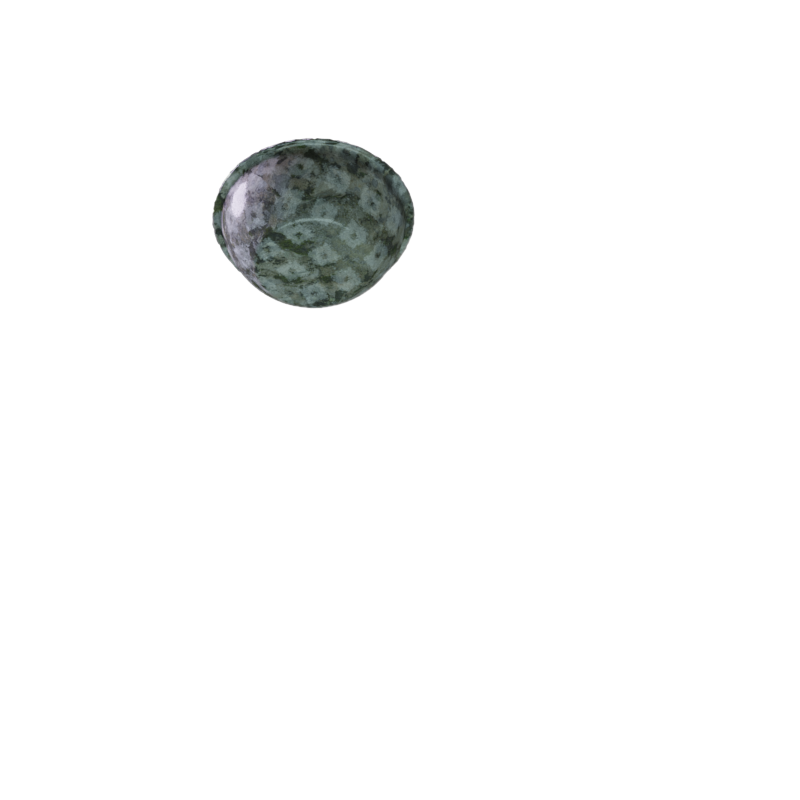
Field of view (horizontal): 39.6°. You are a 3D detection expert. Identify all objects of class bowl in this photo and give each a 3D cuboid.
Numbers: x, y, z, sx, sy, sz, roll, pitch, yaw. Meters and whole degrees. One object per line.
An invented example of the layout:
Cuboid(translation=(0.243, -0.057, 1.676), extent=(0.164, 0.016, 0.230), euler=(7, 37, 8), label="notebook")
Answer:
Cuboid(translation=(-0.068, -0.124, 0.868), extent=(0.162, 0.151, 0.059), euler=(1, 43, -1), label="bowl")
